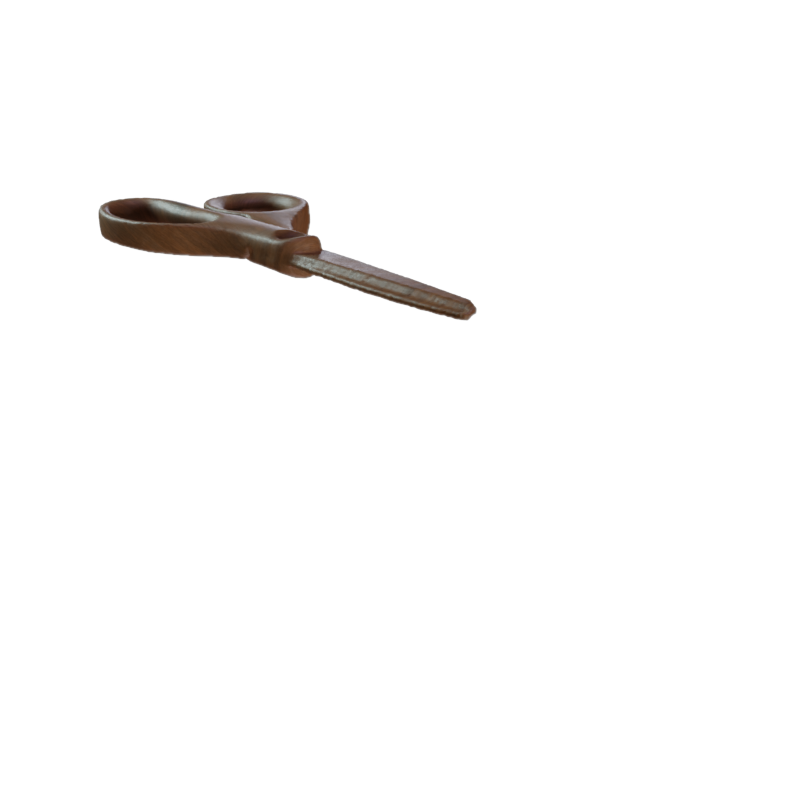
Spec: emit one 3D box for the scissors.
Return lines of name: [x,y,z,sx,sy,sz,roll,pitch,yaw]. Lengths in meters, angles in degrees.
scissors: [-0.033,-0.060,0.423,0.212,0.015,0.095,16,25,36]
